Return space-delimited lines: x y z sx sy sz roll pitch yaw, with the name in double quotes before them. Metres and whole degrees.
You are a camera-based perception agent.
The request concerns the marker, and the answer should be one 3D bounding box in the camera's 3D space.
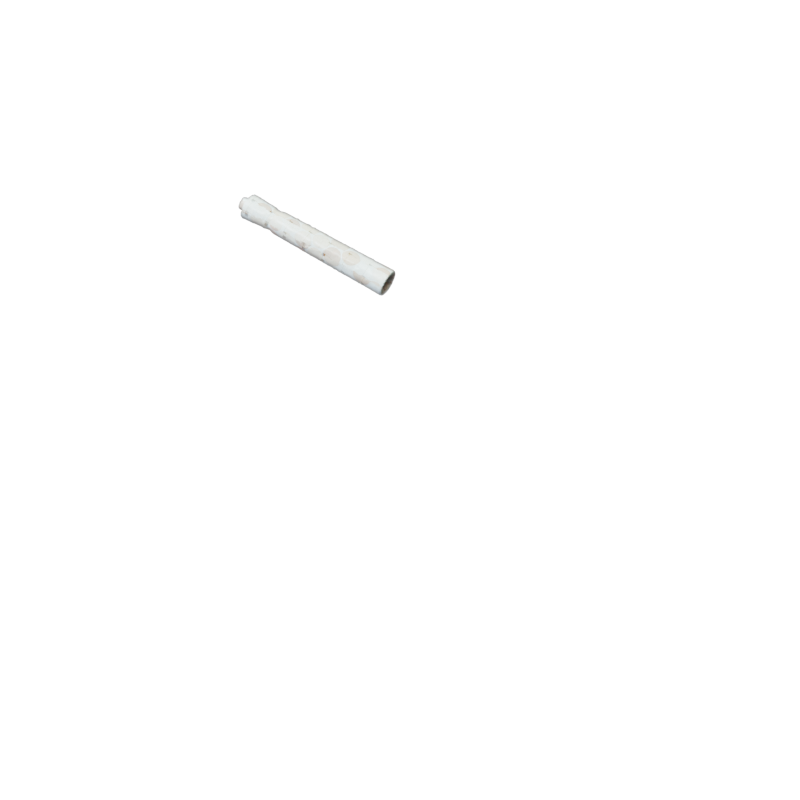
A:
"marker" -0.059 -0.108 0.753 0.126 0.019 0.019 31 14 19
